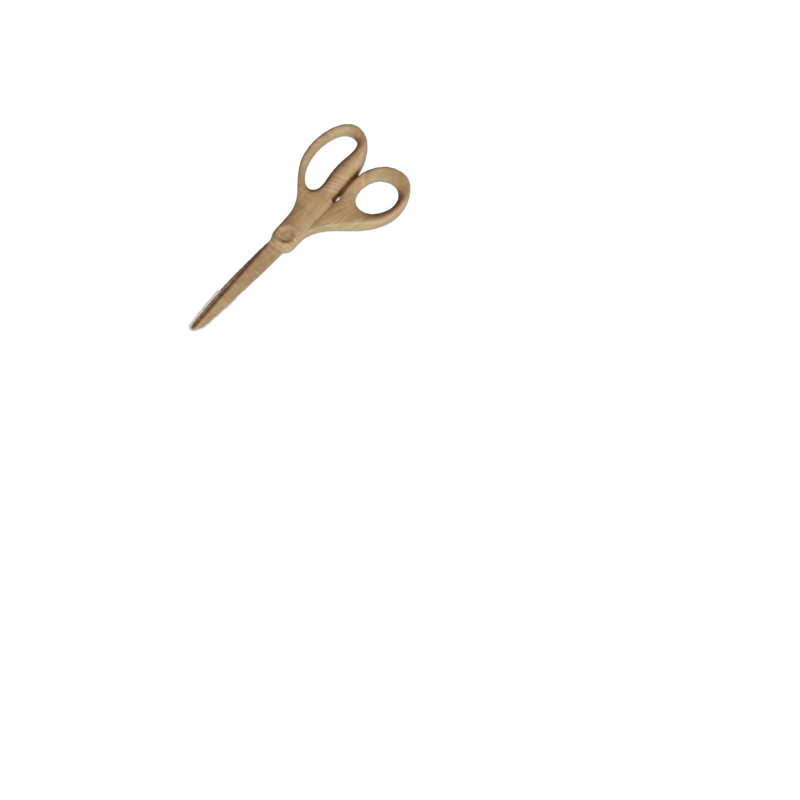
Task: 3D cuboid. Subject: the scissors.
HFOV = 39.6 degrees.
[{"bbox_3d":[-0.064,-0.116,0.815,0.098,0.208,0.015,23,-22,10],"label":"scissors"}]
